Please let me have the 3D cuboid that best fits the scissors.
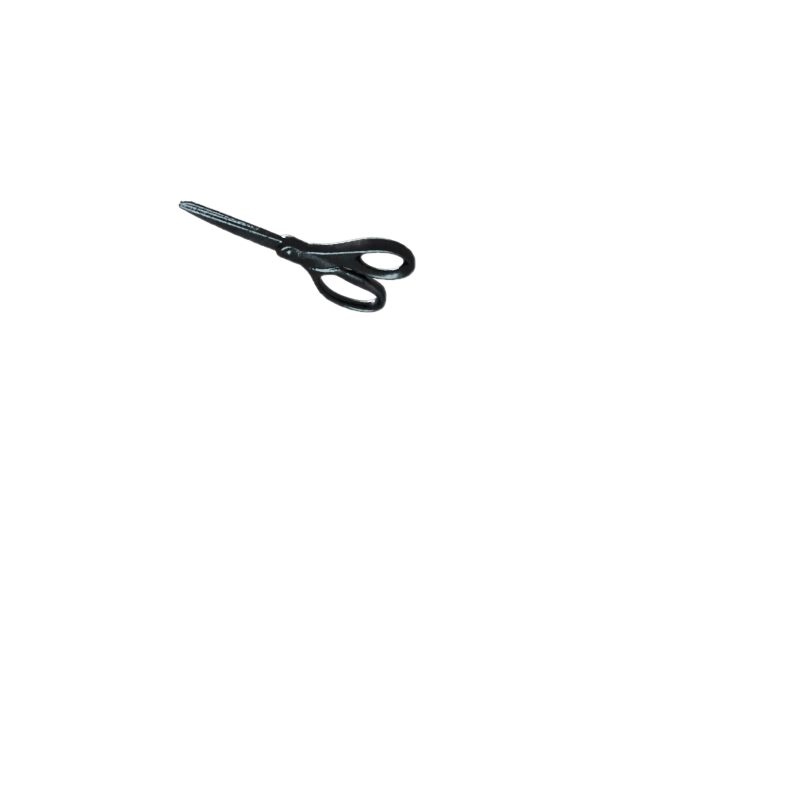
[{"bbox_3d":[-0.068,-0.124,0.868,0.096,0.017,0.188,-25,-41,33],"label":"scissors"}]
